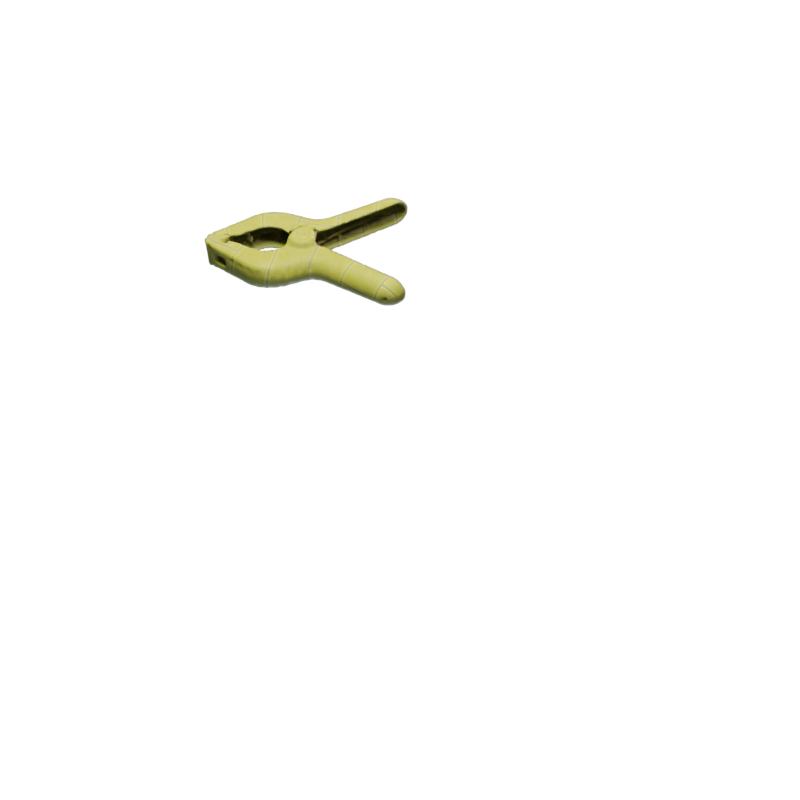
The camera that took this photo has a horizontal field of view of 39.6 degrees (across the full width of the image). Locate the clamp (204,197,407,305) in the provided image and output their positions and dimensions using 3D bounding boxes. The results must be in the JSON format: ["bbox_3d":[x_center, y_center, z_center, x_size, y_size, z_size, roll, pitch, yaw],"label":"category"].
[{"bbox_3d":[-0.072,-0.131,0.919,0.174,0.037,0.126,8,40,9],"label":"clamp"}]
